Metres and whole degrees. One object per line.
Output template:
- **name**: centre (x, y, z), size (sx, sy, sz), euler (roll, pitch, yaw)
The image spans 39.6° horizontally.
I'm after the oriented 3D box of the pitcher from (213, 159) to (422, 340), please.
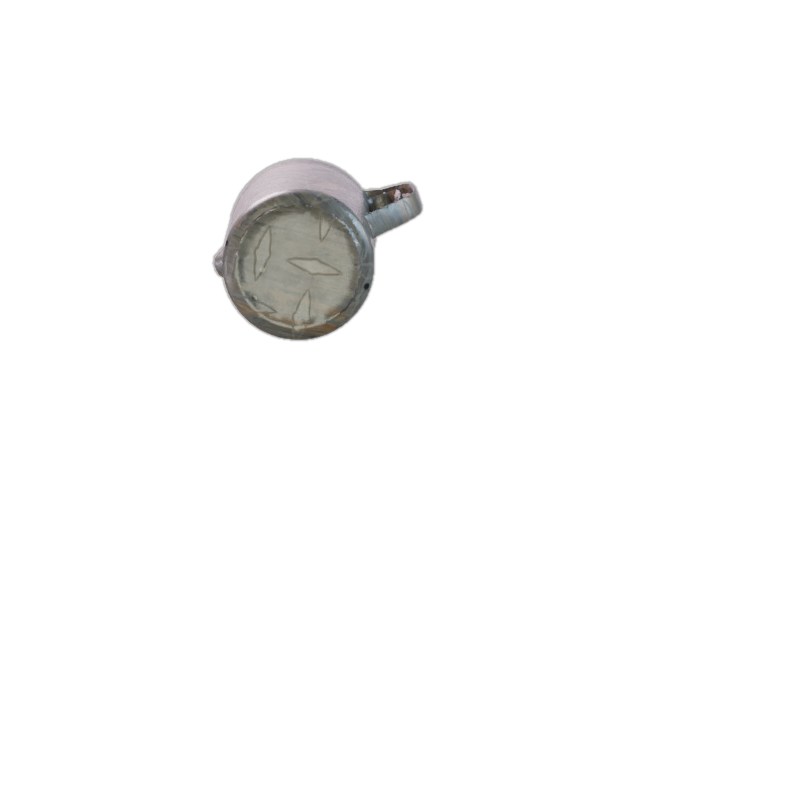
- **pitcher**: centre (-0.069, -0.127, 0.887), size (0.143, 0.147, 0.249), euler (25, 10, -8)
